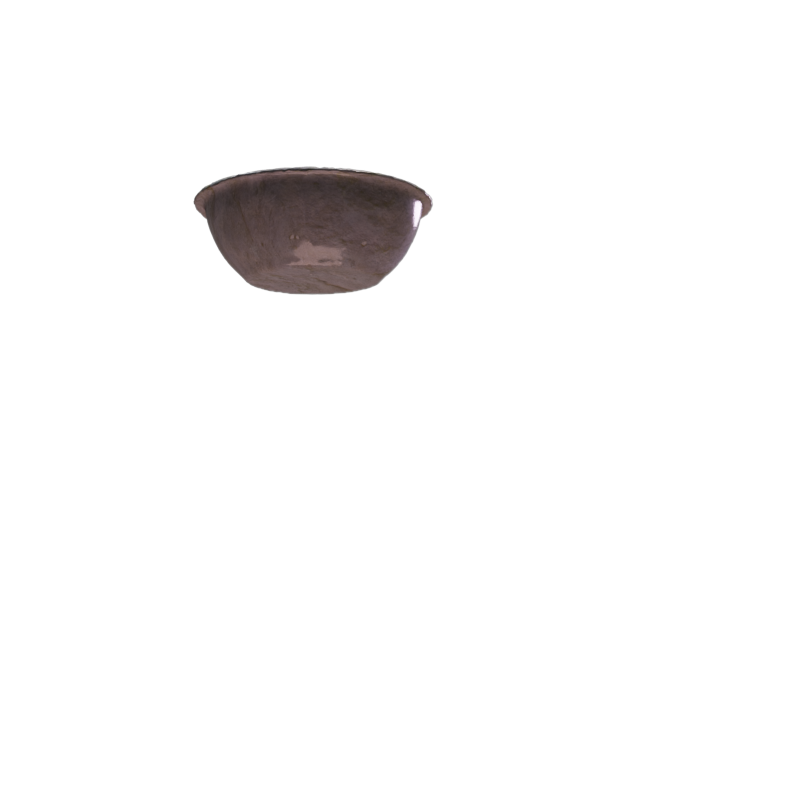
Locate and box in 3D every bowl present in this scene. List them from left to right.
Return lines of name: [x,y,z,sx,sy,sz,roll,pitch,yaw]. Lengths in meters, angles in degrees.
bowl: [-0.058,-0.107,0.747,0.162,0.057,0.158,0,-8,-2]
